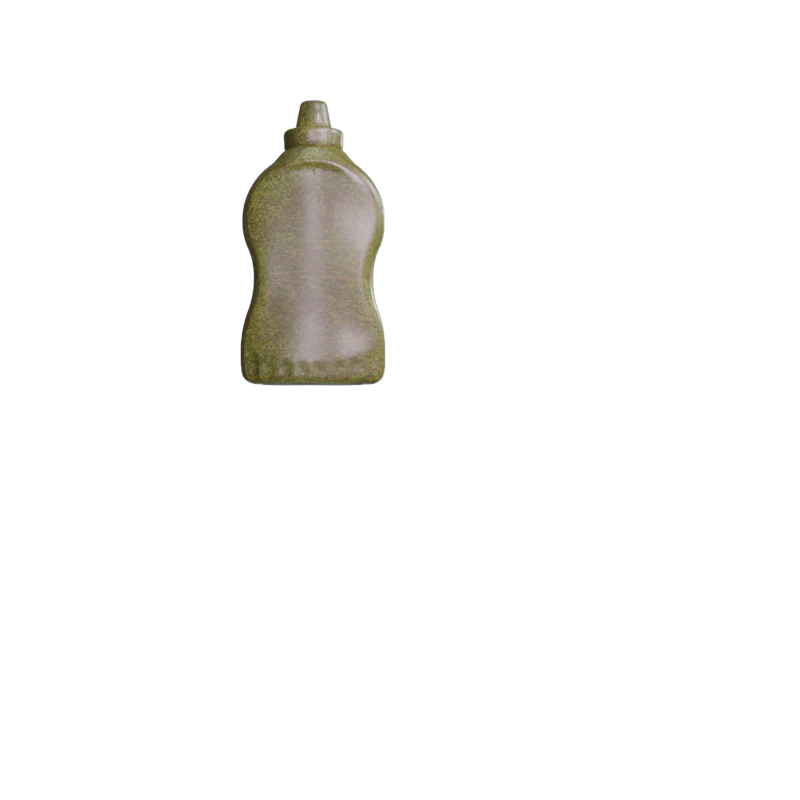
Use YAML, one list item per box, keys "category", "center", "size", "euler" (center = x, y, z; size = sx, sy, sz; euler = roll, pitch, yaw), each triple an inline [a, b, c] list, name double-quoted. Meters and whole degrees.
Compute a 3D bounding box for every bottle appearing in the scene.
- category: "bottle"
  center: [-0.059, -0.107, 0.749]
  size: [0.096, 0.194, 0.057]
  euler: [0, -5, 3]
